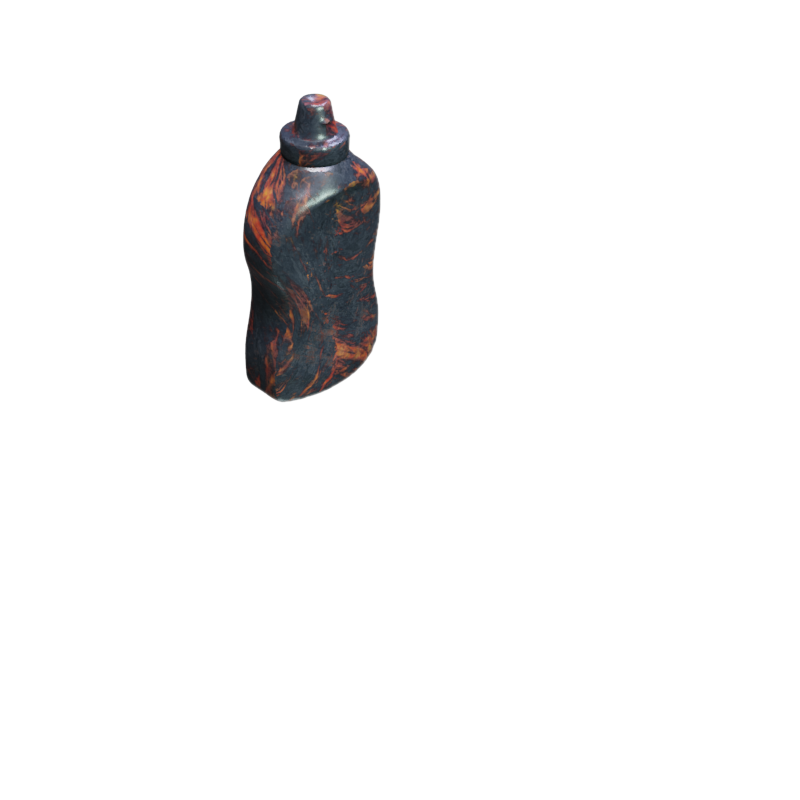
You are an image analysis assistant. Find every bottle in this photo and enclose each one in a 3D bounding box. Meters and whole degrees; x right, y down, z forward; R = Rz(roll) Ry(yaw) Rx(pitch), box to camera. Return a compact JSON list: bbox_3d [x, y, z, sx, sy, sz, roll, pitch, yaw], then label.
[{"bbox_3d":[-0.053,-0.097,0.679,0.062,0.179,0.096,31,44,34],"label":"bottle"}]
